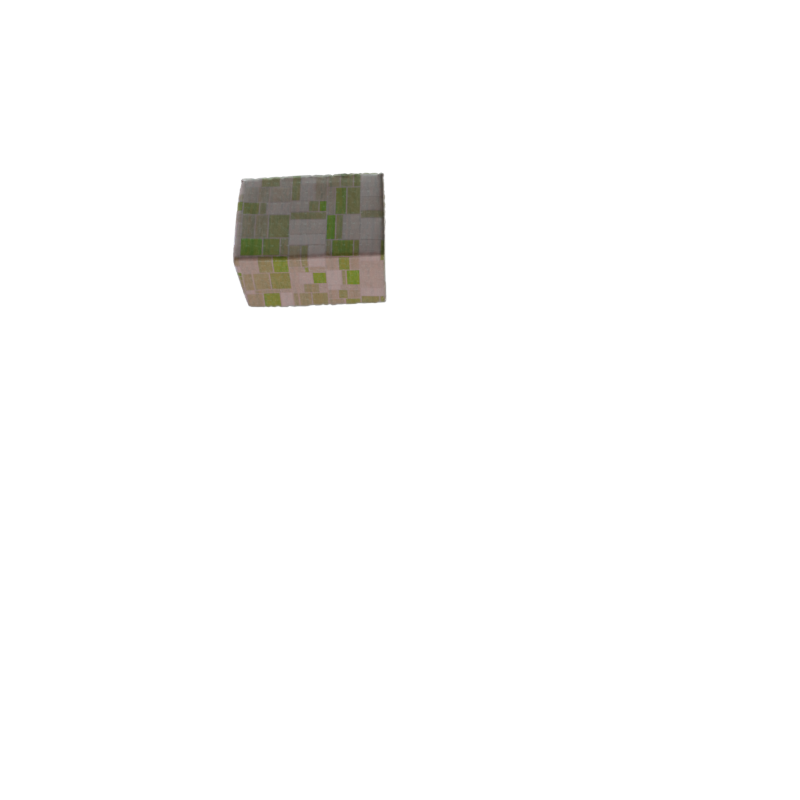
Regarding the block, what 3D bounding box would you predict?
[{"bbox_3d":[-0.046,-0.084,0.590,0.078,0.054,0.049,-2,-27,2],"label":"block"}]
